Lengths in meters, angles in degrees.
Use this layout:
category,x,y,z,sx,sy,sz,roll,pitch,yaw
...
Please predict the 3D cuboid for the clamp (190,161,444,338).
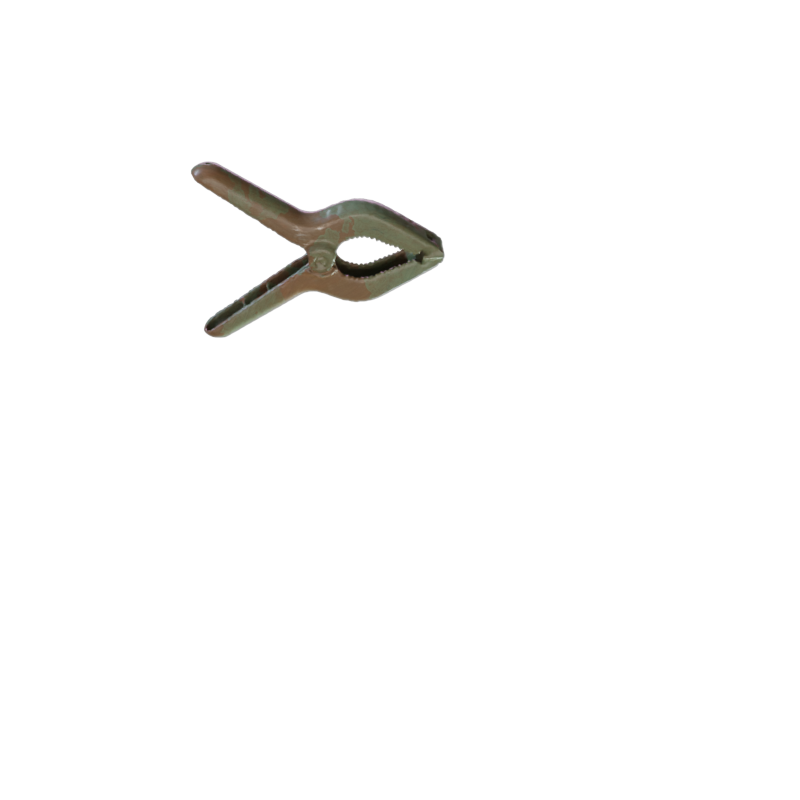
category,x,y,z,sx,sy,sz,roll,pitch,yaw
clamp,-0.071,-0.130,0.908,0.211,0.153,0.039,-6,35,4
